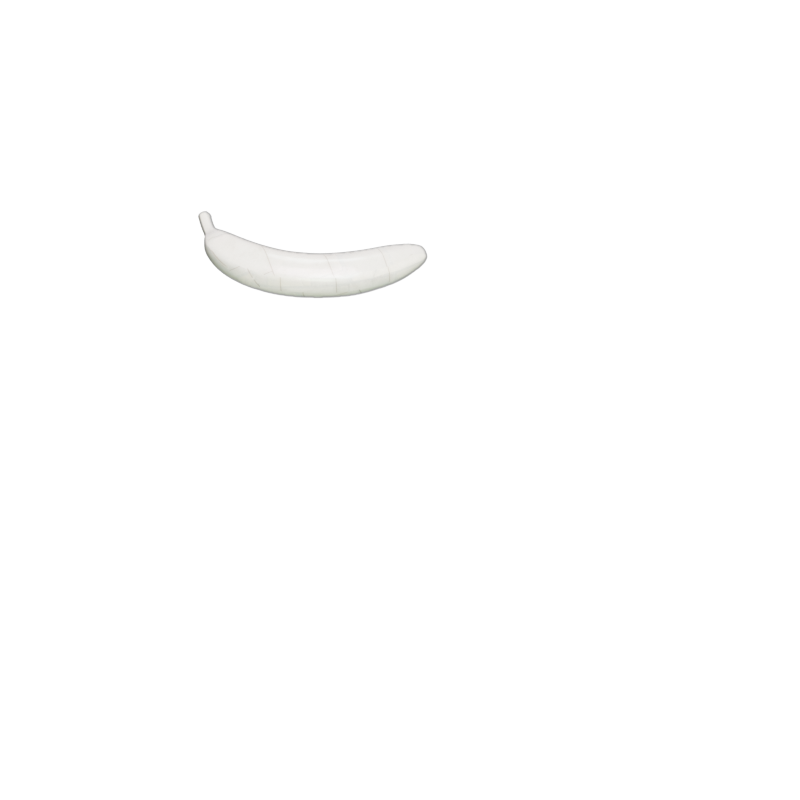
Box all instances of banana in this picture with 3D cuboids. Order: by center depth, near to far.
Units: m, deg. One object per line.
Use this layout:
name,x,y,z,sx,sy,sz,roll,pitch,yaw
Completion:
banana,-0.079,-0.116,0.916,0.200,0.073,0.035,11,-26,5
